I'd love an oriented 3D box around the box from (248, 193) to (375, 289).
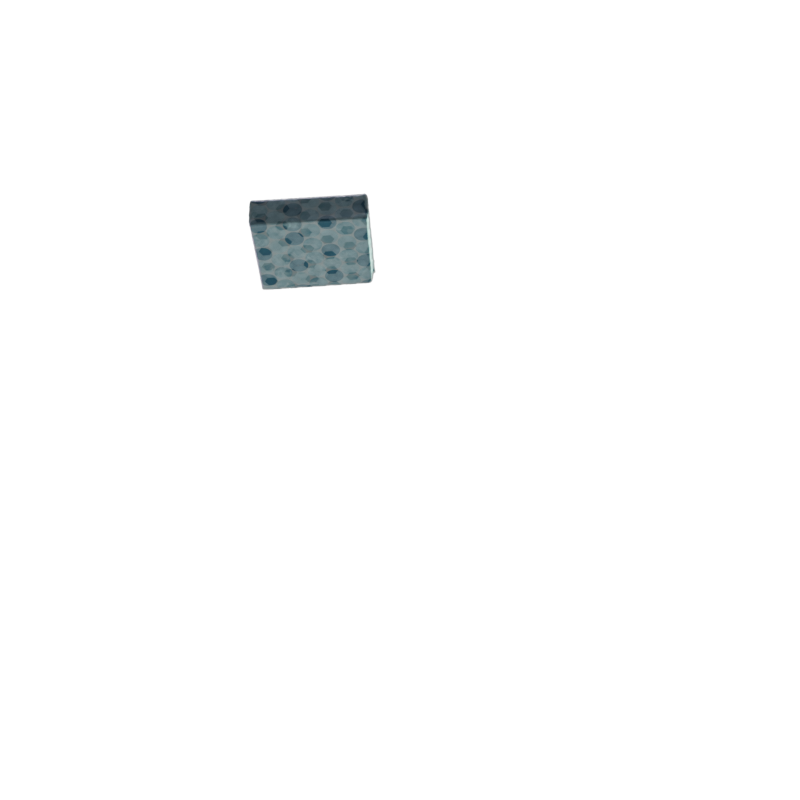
[{"bbox_3d":[-0.066,-0.120,0.839,0.090,0.032,0.068,-3,-39,3],"label":"box"}]
